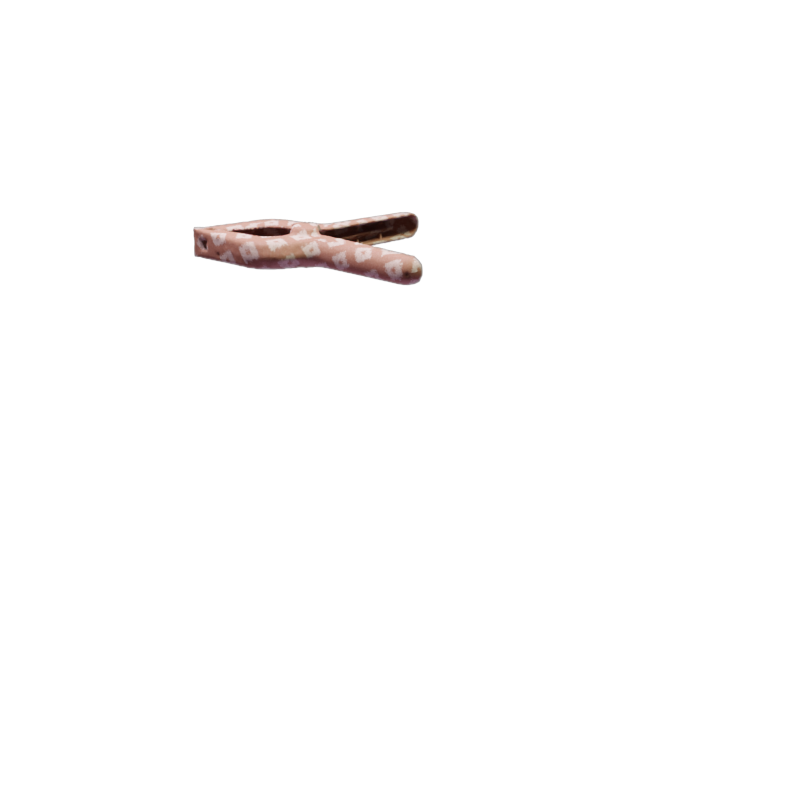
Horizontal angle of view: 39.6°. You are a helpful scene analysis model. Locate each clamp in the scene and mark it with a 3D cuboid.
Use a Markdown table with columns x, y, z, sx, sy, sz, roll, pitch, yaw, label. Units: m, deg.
| x | y | z | sx | sy | sz | roll | pitch | yaw | label |
| --- | --- | --- | --- | --- | --- | --- | --- | --- | --- |
| -0.078 | -0.142 | 0.994 | 0.213 | 0.035 | 0.169 | 4 | 22 | 9 | clamp |
